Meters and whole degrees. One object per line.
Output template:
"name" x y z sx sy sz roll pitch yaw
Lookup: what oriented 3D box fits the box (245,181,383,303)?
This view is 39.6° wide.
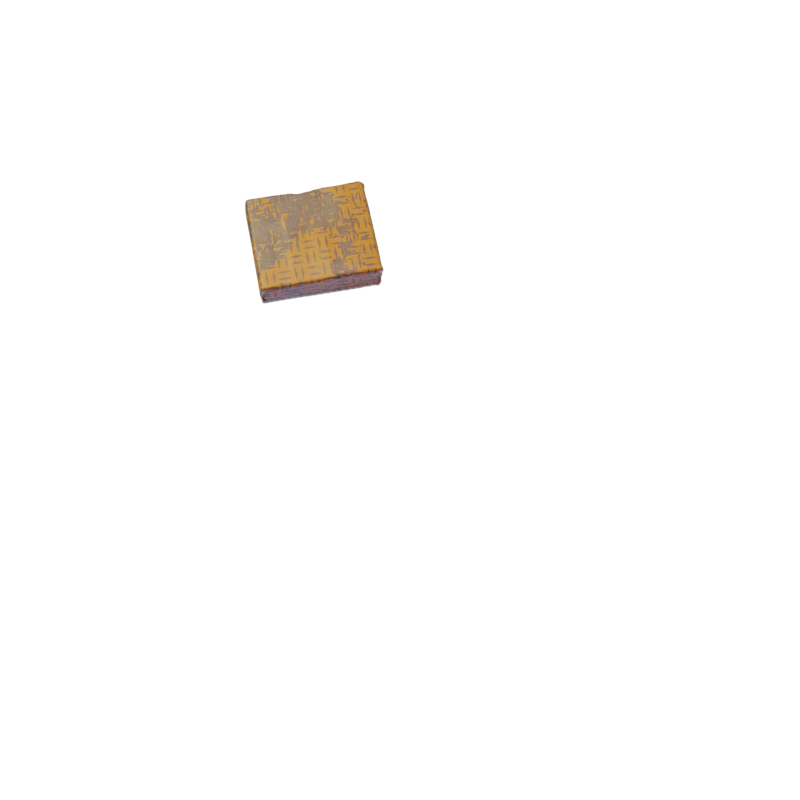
"box" -0.062 -0.114 0.798 0.089 0.078 0.029 -10 -24 -5
